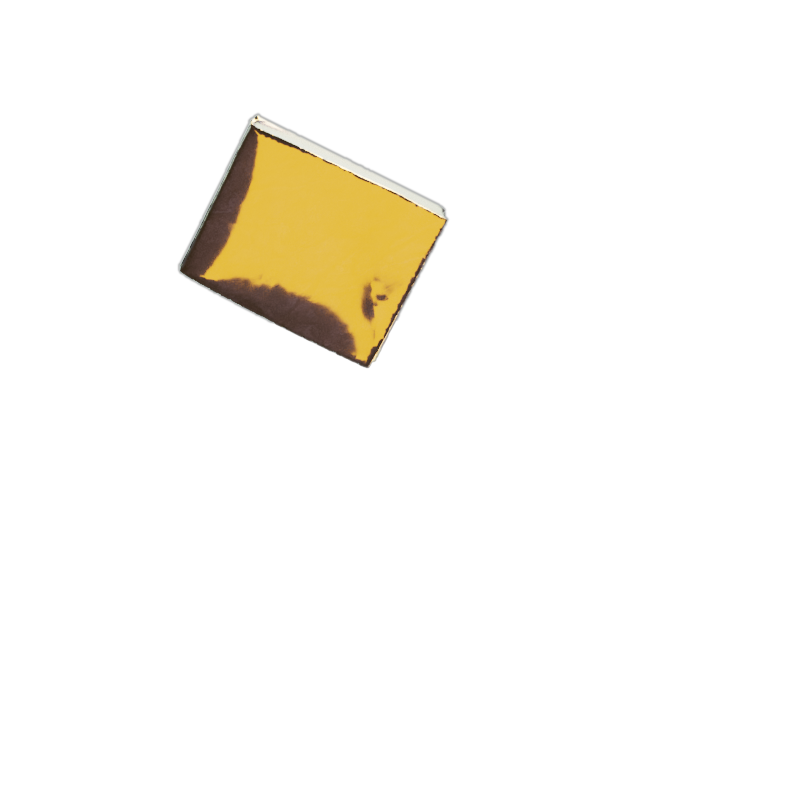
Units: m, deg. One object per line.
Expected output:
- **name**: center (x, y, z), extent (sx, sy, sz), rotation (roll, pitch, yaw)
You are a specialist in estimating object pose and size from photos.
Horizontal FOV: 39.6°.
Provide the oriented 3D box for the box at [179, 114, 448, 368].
- **box**: center (-0.045, -0.081, 0.571), extent (0.112, 0.088, 0.040), rotation (26, 12, -7)
